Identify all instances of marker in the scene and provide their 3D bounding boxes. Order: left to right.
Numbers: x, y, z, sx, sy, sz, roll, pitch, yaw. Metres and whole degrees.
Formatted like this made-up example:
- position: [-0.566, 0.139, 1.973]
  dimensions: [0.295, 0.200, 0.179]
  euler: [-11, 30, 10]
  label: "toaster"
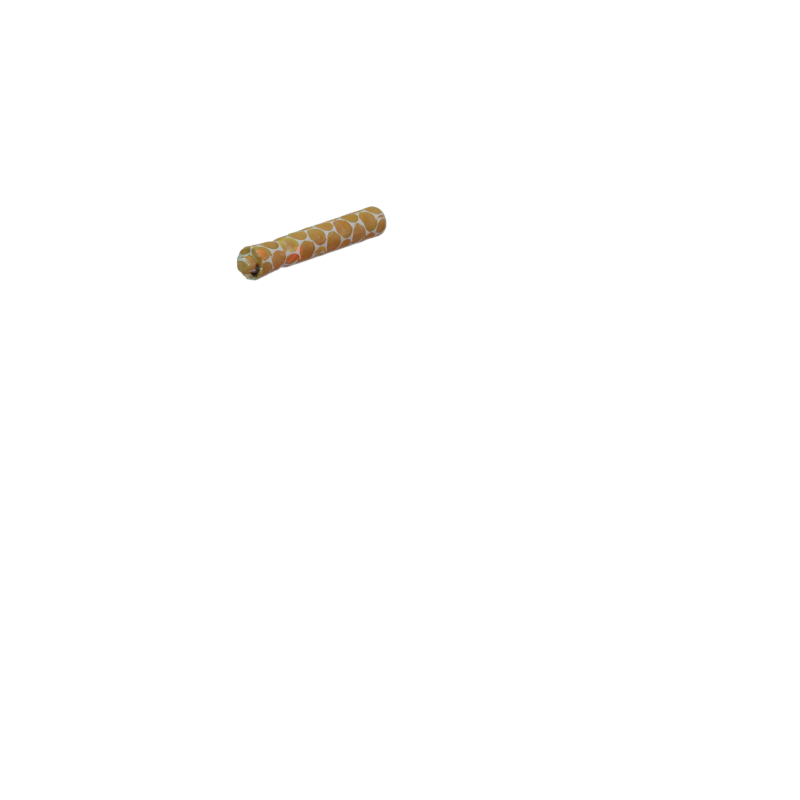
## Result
- position: [-0.049, -0.090, 0.631]
  dimensions: [0.020, 0.019, 0.120]
  euler: [3, 20, 36]
  label: "marker"
